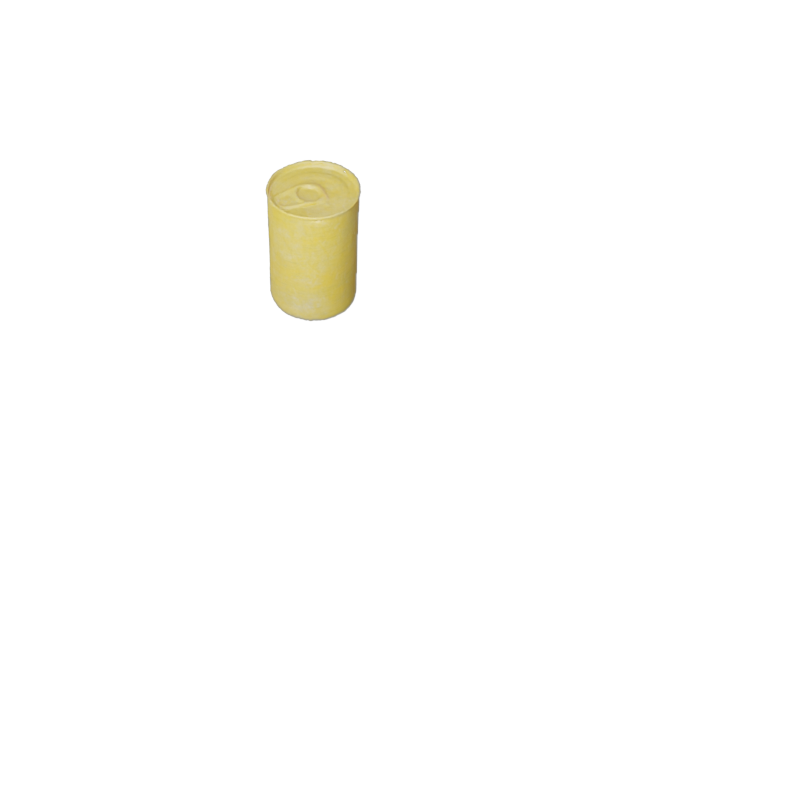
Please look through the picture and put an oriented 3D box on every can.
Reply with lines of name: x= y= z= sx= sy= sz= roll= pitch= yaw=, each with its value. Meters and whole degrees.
can: x=-0.064 y=-0.118 z=0.824 sx=0.068 sy=0.095 sz=0.074 roll=0 pitch=44 yaw=-3
